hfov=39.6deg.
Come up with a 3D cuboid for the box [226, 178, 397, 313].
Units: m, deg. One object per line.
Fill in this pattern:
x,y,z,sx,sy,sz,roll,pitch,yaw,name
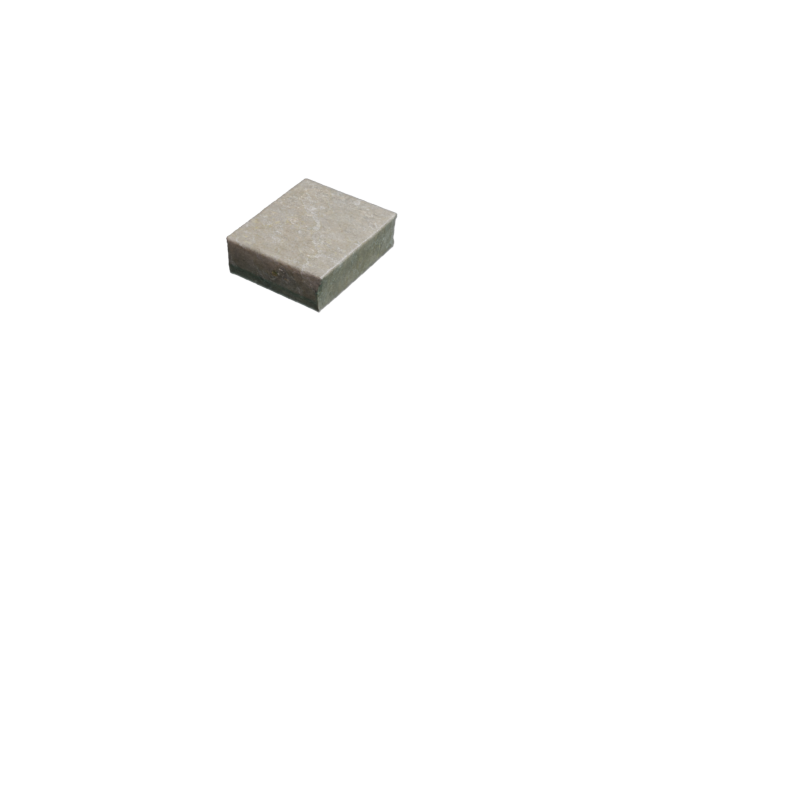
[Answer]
-0.069,-0.125,0.876,0.094,0.036,0.116,22,46,23,box
